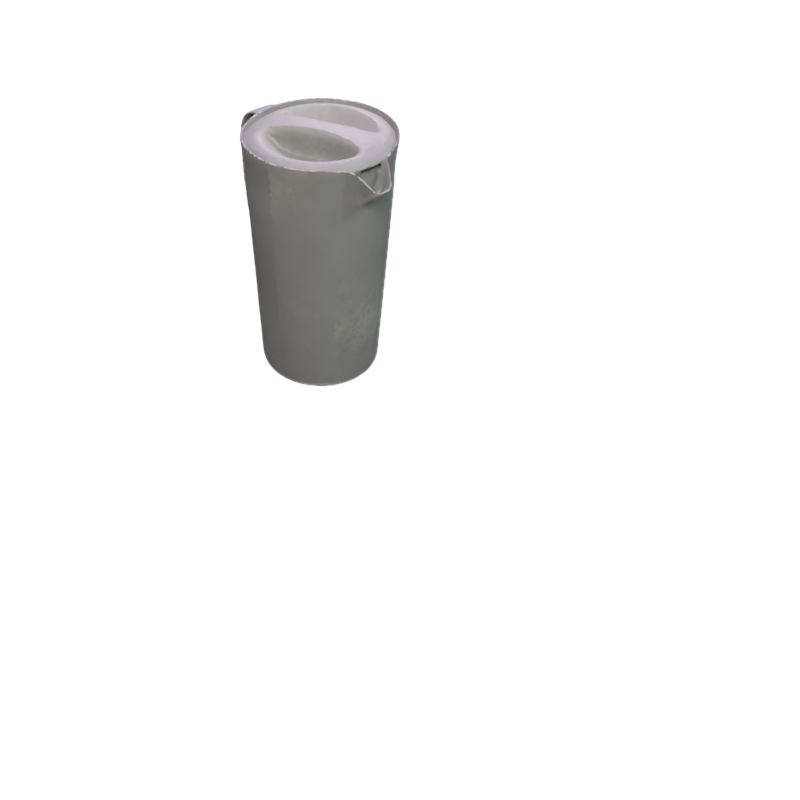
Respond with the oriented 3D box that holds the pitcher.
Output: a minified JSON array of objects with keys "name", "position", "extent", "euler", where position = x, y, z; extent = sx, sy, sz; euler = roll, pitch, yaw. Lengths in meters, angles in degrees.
[{"name":"pitcher","position":[-0.077,-0.141,0.990],"extent":[0.146,0.227,0.159],"euler":[4,37,2]}]
